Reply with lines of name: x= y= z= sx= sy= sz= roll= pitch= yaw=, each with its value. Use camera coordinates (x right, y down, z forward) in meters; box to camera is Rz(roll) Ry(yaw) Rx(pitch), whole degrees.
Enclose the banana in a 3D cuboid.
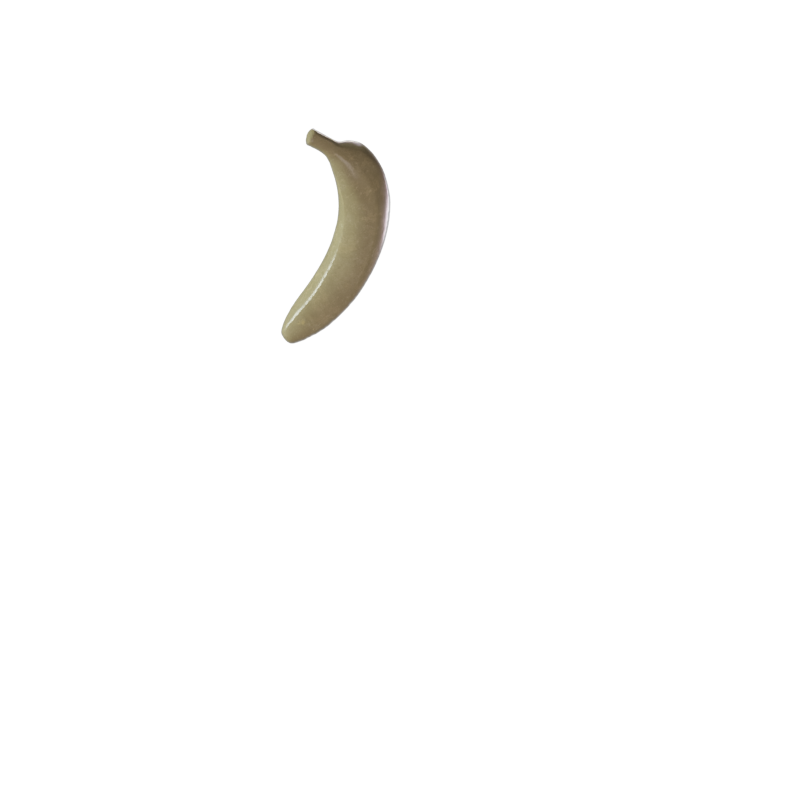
banana: x=-0.046 y=-0.119 z=0.824 sx=0.069 sy=0.186 sz=0.039 roll=6 pitch=39 yaw=-6
